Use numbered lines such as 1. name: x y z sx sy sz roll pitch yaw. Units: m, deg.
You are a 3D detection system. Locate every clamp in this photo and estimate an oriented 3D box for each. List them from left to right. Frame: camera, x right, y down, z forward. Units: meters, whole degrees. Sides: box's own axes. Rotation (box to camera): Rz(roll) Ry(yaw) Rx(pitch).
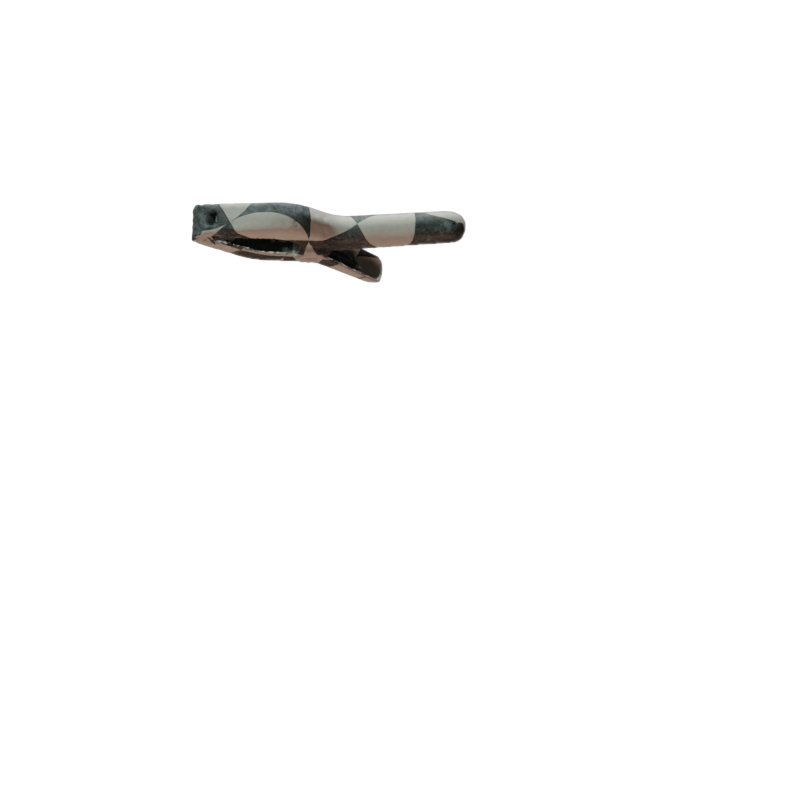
1. clamp: -0.072 -0.132 0.923 0.205 0.038 0.163 3 -10 -17
